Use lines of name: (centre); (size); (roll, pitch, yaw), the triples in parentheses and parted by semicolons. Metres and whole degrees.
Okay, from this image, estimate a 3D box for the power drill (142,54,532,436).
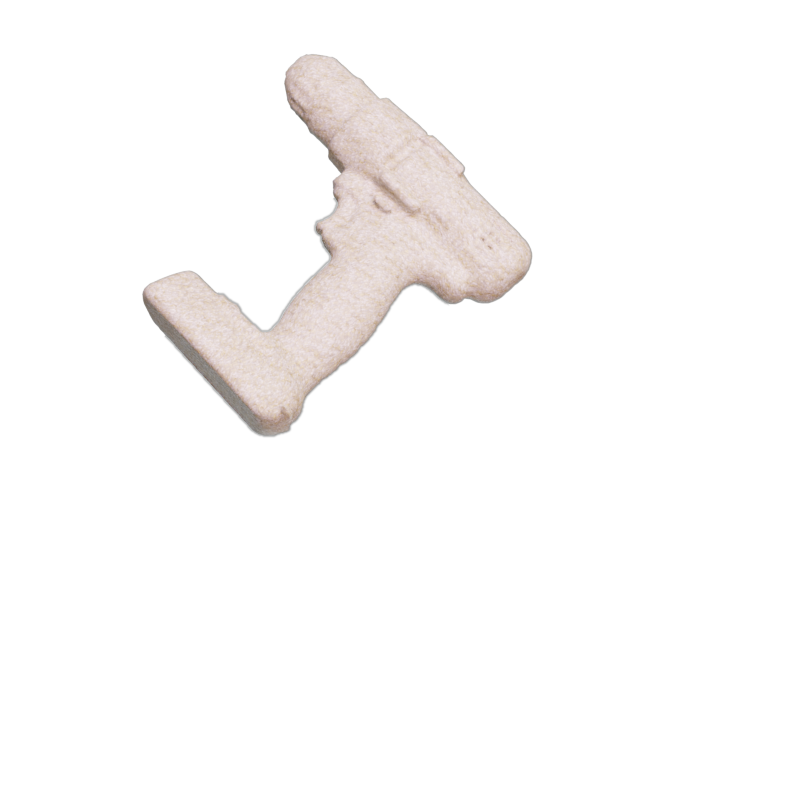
power drill: (-0.048, -0.088, 0.617); (0.189, 0.192, 0.055); (-41, -16, -14)
